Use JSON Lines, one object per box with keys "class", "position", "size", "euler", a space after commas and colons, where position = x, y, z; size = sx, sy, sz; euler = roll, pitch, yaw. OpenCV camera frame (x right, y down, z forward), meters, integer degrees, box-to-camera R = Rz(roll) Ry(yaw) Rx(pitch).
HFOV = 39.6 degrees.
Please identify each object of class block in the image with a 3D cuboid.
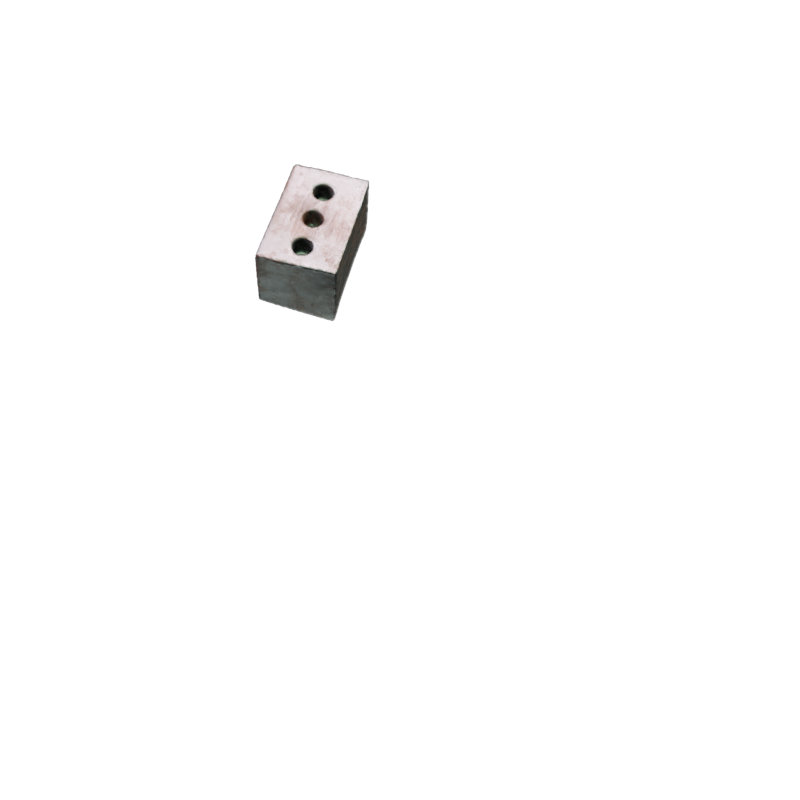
{"class": "block", "position": [-0.055, -0.101, 0.706], "size": [0.053, 0.082, 0.048], "euler": [13, -32, 6]}
